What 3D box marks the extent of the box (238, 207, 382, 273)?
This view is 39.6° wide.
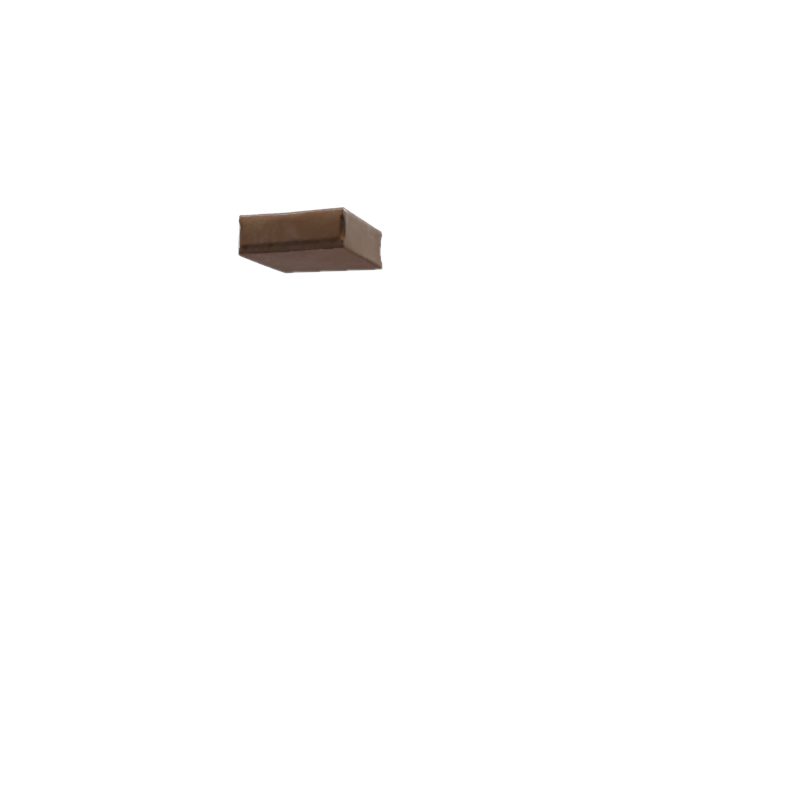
[{"bbox_3d":[-0.058,-0.106,0.744,0.075,0.031,0.086,-1,-3,18],"label":"box"}]
